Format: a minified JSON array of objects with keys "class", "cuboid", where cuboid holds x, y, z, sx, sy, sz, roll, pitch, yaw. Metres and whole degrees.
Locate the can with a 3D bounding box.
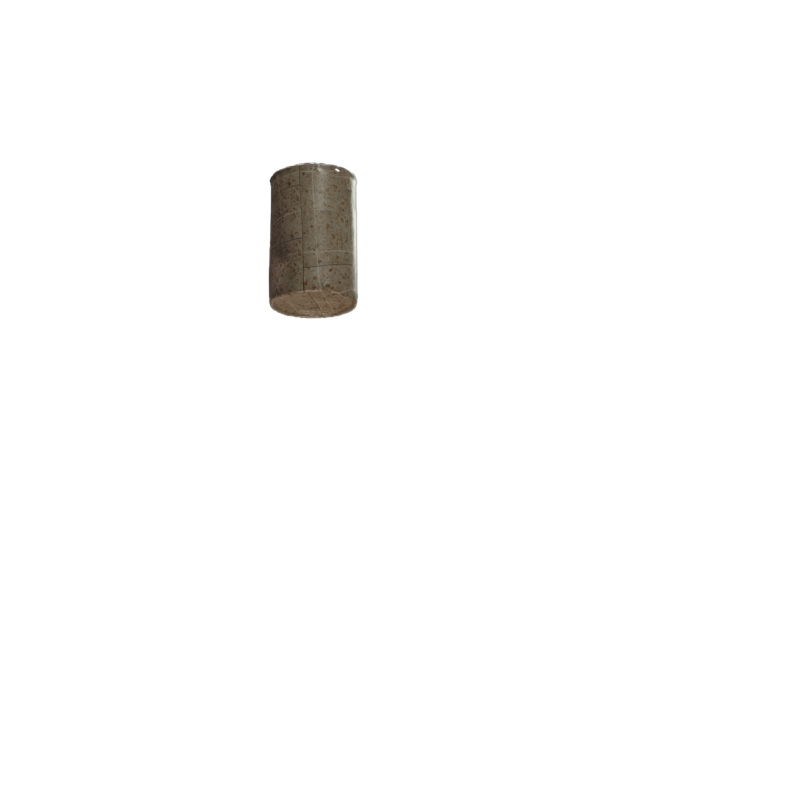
[{"class":"can","cuboid":[-0.066,-0.120,0.840,0.068,0.107,0.066,0,-19,-2]}]
